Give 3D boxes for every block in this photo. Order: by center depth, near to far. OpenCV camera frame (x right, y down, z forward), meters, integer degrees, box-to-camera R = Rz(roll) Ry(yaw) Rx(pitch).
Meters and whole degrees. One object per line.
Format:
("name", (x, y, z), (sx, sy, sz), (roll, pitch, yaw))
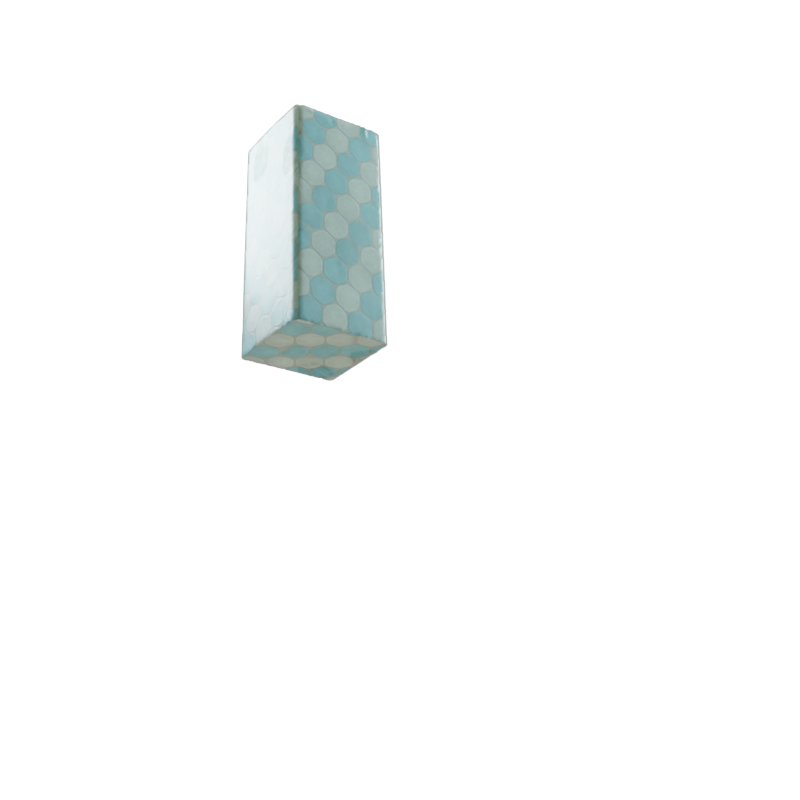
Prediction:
("block", (-0.074, -0.136, 0.948), (0.086, 0.219, 0.089), (16, -33, -30))
